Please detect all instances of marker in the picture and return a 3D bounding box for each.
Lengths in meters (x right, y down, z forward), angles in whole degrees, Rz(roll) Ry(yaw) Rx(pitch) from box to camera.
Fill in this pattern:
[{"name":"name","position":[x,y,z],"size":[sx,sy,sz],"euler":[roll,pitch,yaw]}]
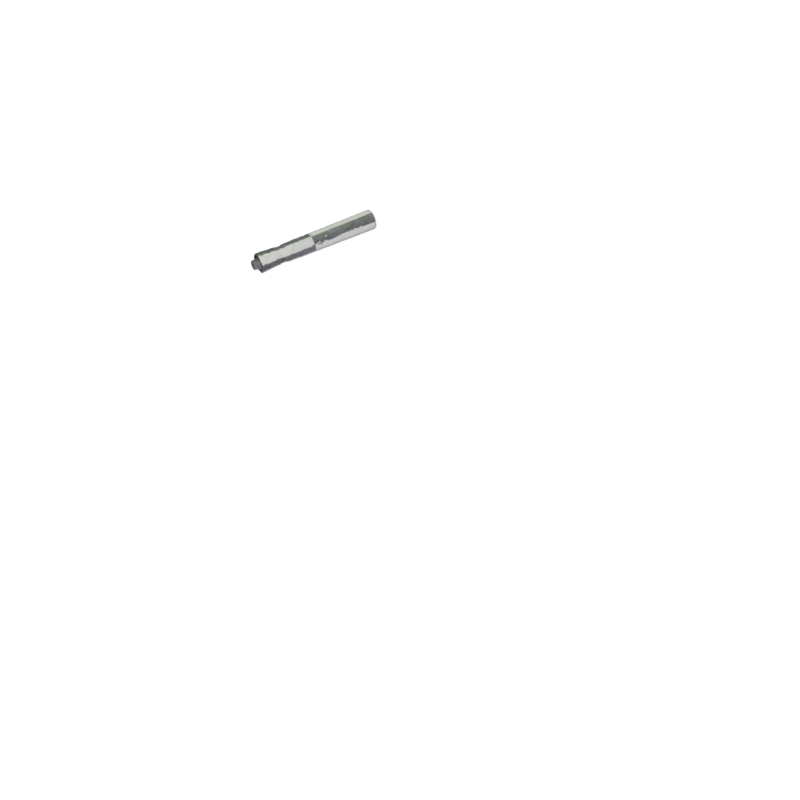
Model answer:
[{"name":"marker","position":[-0.078,-0.142,0.991],"size":[0.120,0.019,0.020],"euler":[-24,13,-19]}]
